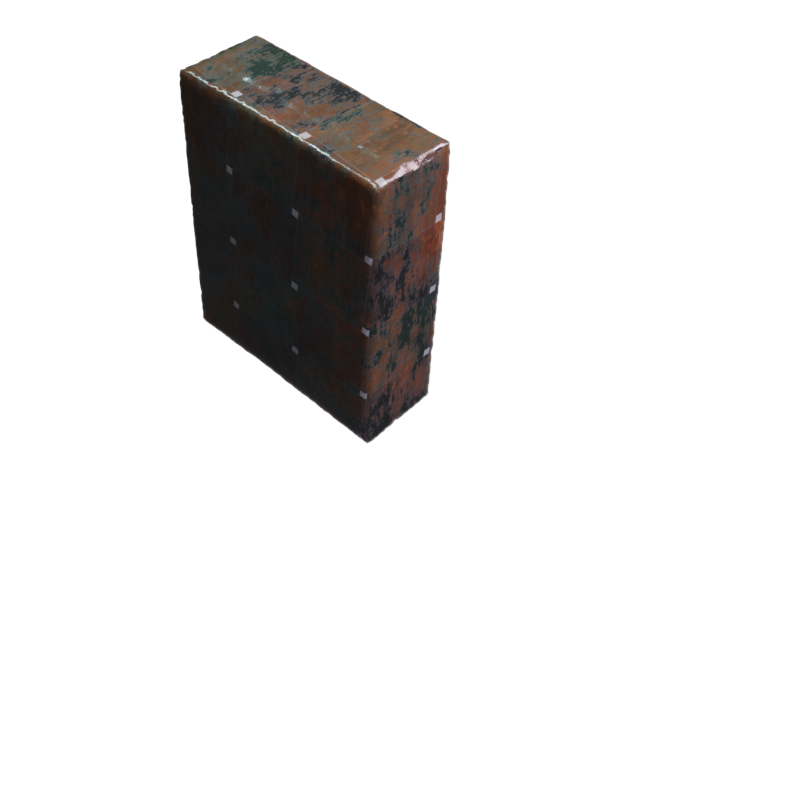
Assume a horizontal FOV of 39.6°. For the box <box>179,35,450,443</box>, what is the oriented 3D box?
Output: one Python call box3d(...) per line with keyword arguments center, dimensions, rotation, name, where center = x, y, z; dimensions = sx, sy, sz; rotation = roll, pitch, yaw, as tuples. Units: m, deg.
box3d(center=(-0.055, -0.100, 0.701), dimensions=(0.175, 0.199, 0.072), rotation=(36, 53, 29), name="box")
